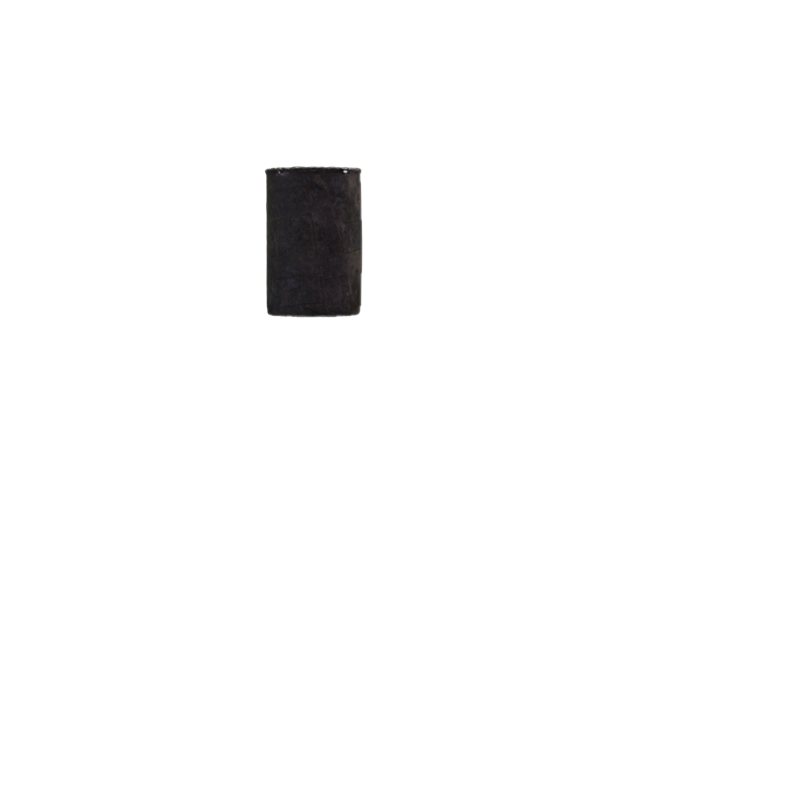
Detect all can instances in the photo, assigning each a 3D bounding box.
[{"bbox_3d":[-0.061,-0.111,0.778,0.068,0.102,0.069,0,3,-2],"label":"can"}]
